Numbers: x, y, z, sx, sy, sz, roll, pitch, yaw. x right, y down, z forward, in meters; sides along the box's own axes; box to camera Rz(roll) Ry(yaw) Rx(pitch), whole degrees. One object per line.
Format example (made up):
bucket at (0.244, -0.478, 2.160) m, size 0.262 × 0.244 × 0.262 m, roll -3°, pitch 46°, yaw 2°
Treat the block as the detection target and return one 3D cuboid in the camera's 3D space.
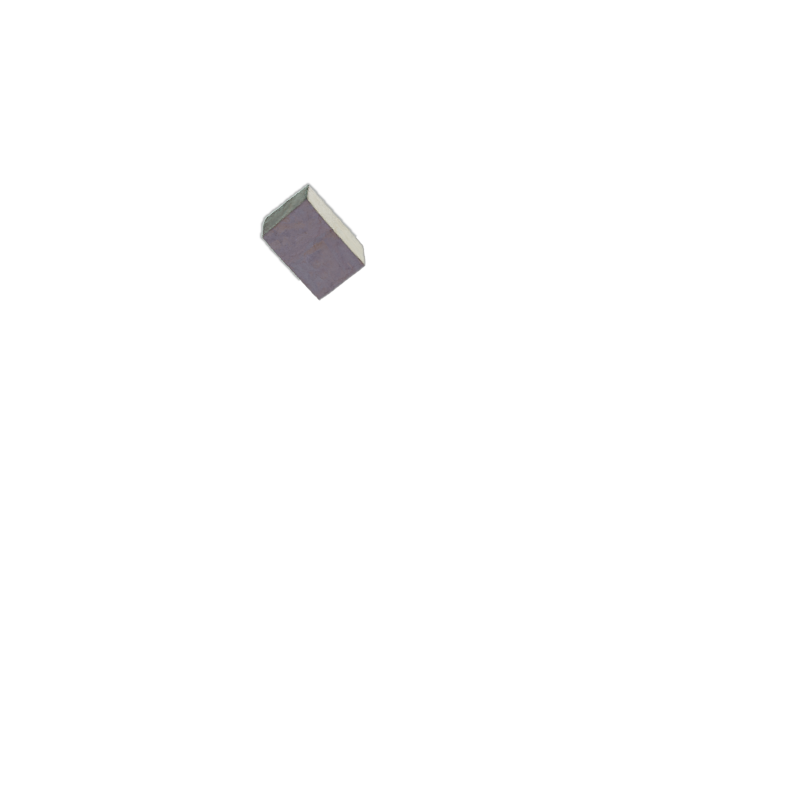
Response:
block at (-0.074, -0.135, 0.943) m, size 0.052 × 0.075 × 0.054 m, roll -37°, pitch 19°, yaw 13°
